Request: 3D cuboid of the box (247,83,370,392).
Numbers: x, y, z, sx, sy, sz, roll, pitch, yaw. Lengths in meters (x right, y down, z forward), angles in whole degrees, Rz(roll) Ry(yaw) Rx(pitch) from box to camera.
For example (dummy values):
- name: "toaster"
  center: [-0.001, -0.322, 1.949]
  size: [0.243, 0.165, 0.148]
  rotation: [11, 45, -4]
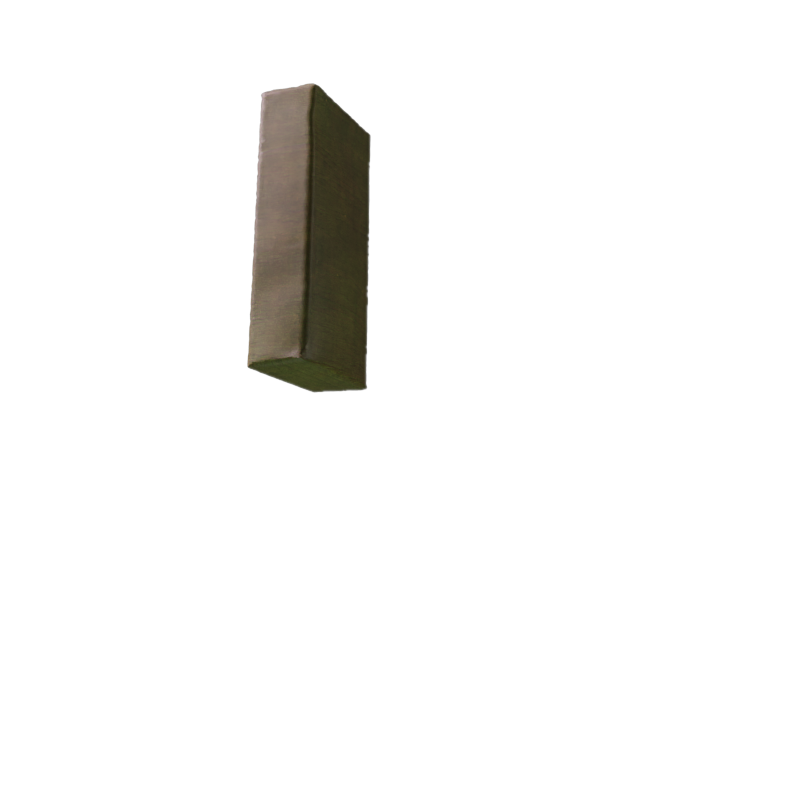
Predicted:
- name: "box"
  center: [-0.055, -0.100, 0.700]
  size: [0.049, 0.184, 0.088]
  rotation: [-8, -18, 21]
